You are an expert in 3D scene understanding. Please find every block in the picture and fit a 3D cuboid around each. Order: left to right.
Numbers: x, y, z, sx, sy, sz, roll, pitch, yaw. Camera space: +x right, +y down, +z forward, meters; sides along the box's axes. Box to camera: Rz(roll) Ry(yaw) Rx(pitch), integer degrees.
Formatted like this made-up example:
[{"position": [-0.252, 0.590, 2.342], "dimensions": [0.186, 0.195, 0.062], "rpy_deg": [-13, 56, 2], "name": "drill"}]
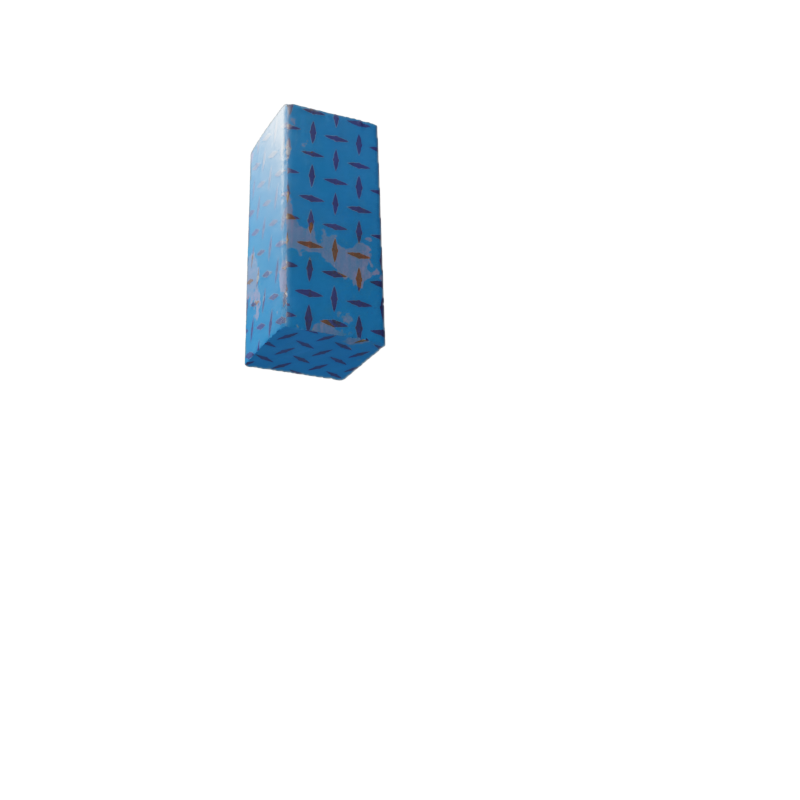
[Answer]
[{"position": [-0.073, -0.134, 0.935], "dimensions": [0.087, 0.218, 0.088], "rpy_deg": [10, -28, -23], "name": "block"}]
